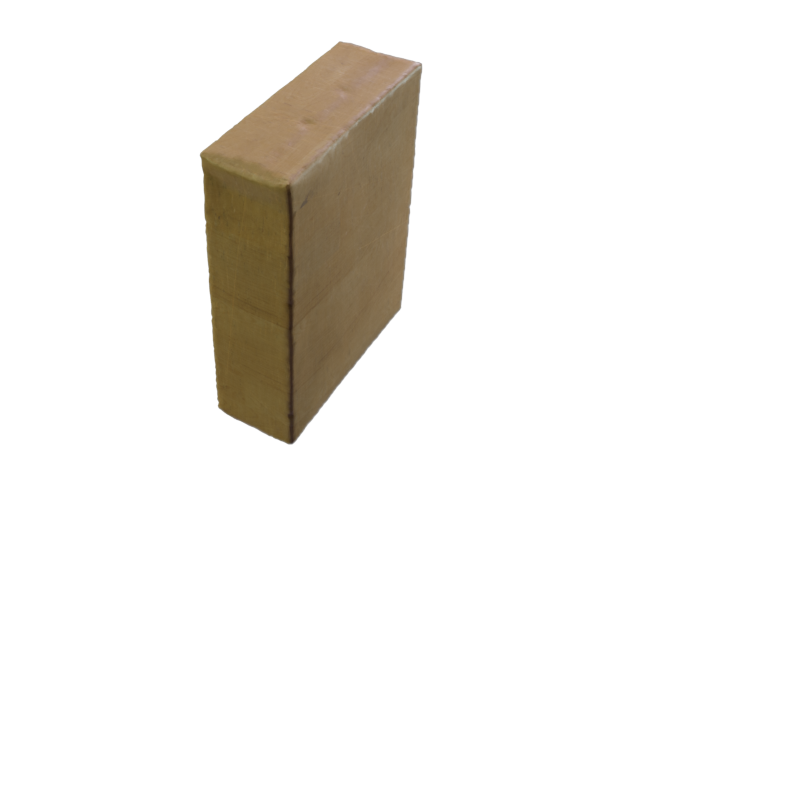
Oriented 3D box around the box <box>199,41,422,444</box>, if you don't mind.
[{"bbox_3d":[-0.057,-0.105,0.734,0.075,0.199,0.169,21,45,19],"label":"box"}]
